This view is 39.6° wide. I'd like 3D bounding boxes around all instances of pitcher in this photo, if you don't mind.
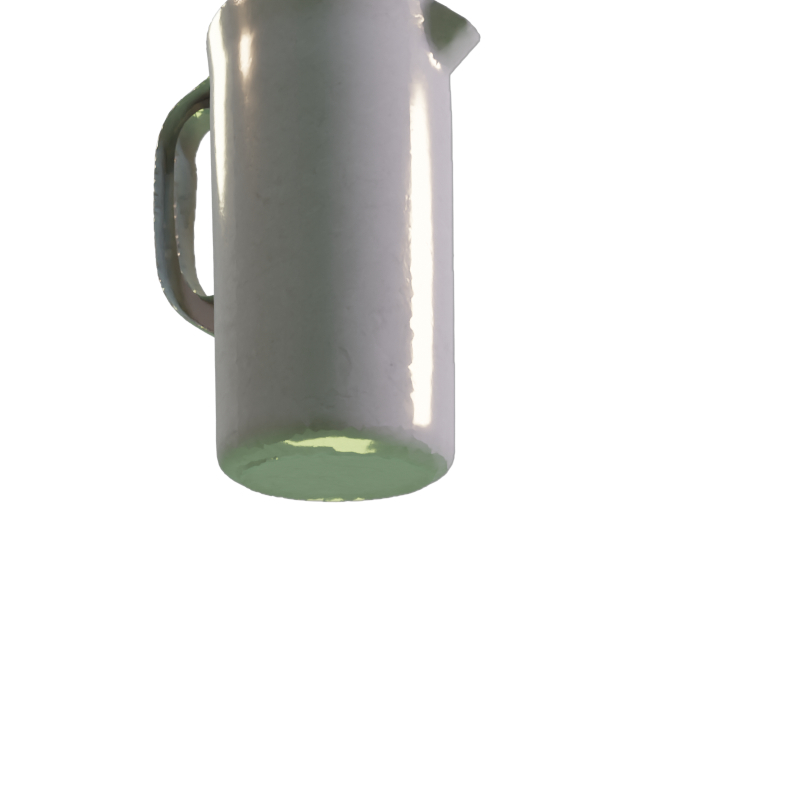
[{"bbox_3d":[-0.043,-0.079,0.554,0.141,0.256,0.145,7,-25,-19],"label":"pitcher"}]
